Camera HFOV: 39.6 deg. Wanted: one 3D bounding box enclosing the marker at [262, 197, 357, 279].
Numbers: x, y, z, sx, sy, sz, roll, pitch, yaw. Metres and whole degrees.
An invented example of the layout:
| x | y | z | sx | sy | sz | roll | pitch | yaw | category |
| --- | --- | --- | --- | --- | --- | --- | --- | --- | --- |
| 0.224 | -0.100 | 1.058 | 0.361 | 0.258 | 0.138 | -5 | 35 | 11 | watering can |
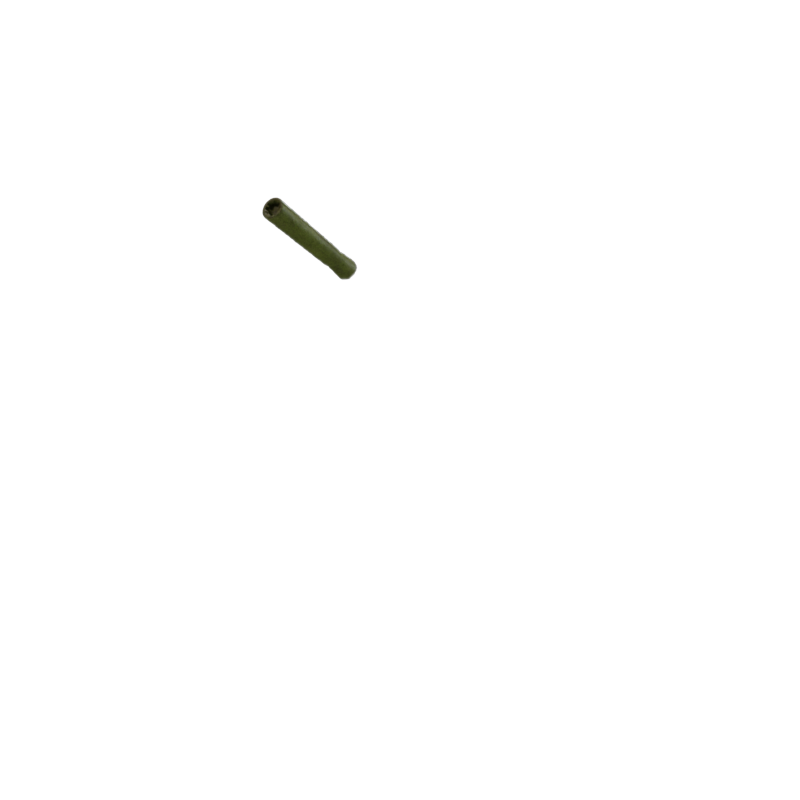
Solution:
| x | y | z | sx | sy | sz | roll | pitch | yaw | category |
| --- | --- | --- | --- | --- | --- | --- | --- | --- | --- |
| -0.070 | -0.128 | 0.894 | 0.020 | 0.020 | 0.112 | 3 | -19 | 33 | marker |
